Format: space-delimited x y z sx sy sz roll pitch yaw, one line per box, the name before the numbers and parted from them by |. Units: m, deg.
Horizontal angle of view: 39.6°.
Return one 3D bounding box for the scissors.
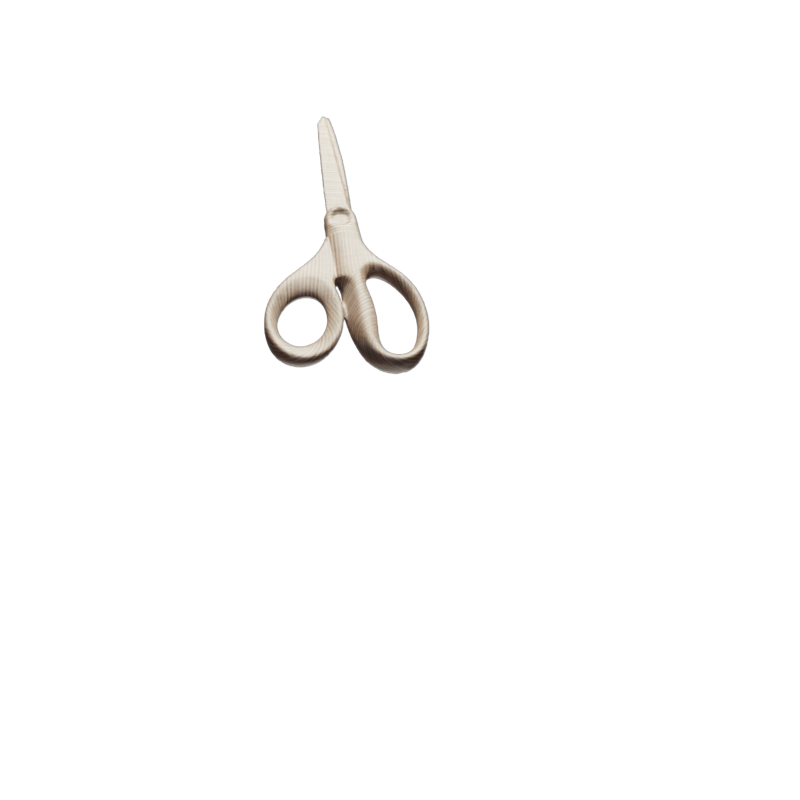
scissors | -0.050 -0.091 0.634 0.095 0.218 0.015 -17 -38 -14
